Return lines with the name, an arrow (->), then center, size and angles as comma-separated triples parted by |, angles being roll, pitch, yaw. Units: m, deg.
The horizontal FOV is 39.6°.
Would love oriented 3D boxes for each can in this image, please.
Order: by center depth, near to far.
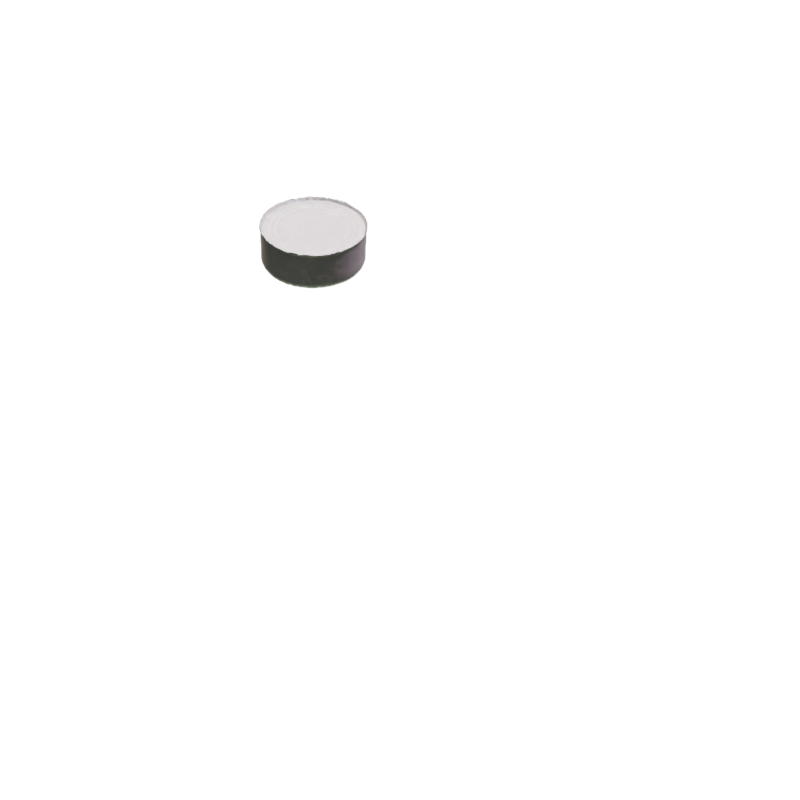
can -> -0.070, -0.127, 0.888 | 0.086, 0.031, 0.092 | -1, 39, -2
